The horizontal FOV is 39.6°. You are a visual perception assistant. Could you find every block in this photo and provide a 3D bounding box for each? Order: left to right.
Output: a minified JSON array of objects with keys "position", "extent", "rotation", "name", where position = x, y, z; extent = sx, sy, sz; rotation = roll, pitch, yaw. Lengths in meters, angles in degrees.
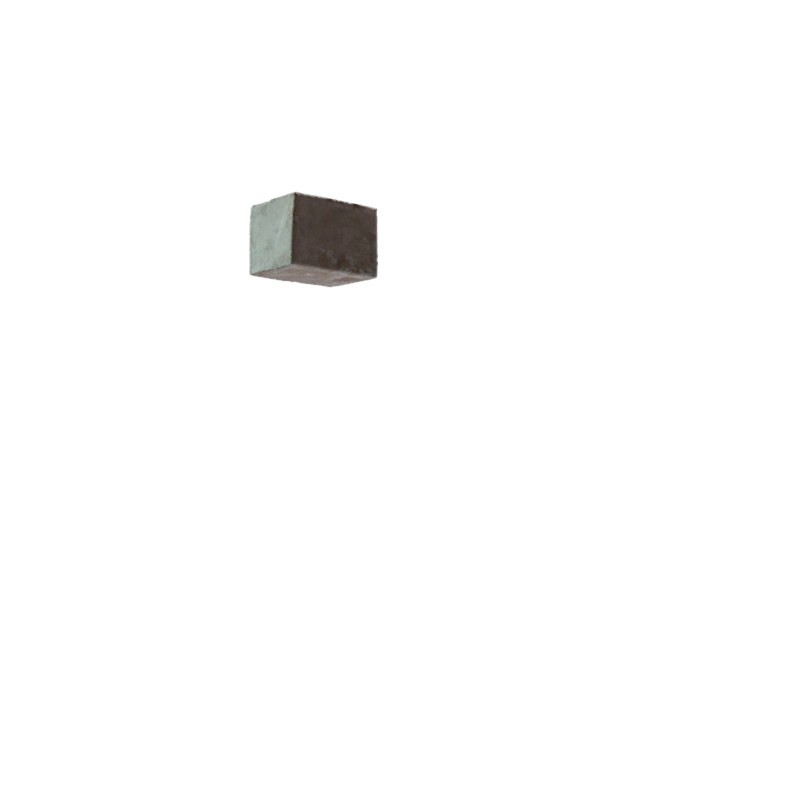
[{"position":[-0.061,-0.111,0.779],"extent":[0.074,0.052,0.054],"rotation":[6,-10,-41],"name":"block"}]
